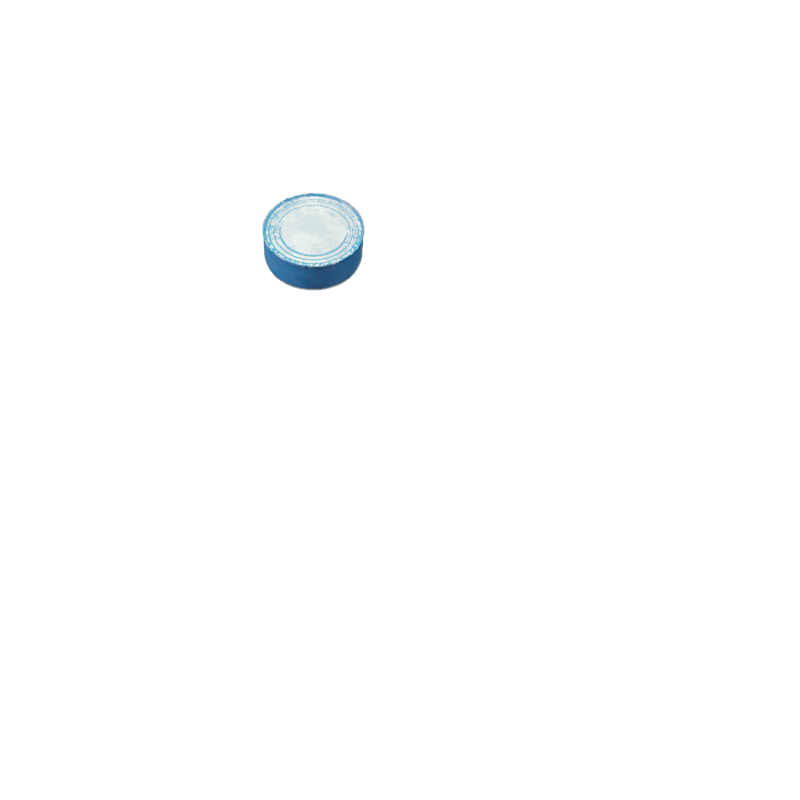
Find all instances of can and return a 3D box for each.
[{"bbox_3d":[-0.074,-0.134,0.940,0.086,0.092,0.031,-1,-40,-1],"label":"can"}]
